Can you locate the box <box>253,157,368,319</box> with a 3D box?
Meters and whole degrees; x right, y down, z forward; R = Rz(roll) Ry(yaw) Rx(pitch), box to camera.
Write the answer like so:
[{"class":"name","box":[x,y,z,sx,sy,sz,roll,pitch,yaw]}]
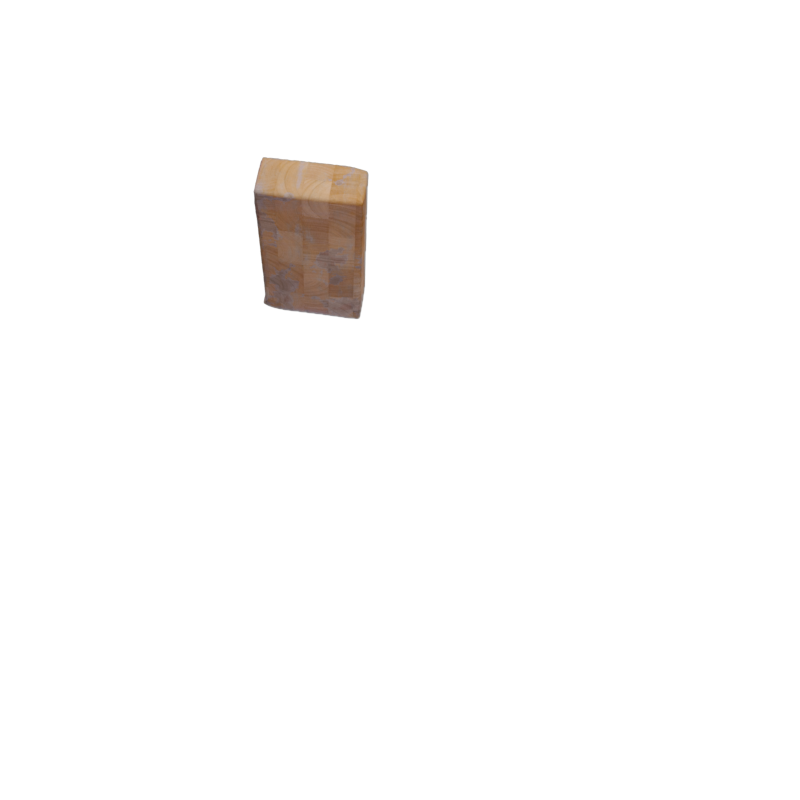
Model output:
[{"class":"box","box":[-0.076,-0.140,0.979,0.094,0.051,0.165,9,-33,3]}]
